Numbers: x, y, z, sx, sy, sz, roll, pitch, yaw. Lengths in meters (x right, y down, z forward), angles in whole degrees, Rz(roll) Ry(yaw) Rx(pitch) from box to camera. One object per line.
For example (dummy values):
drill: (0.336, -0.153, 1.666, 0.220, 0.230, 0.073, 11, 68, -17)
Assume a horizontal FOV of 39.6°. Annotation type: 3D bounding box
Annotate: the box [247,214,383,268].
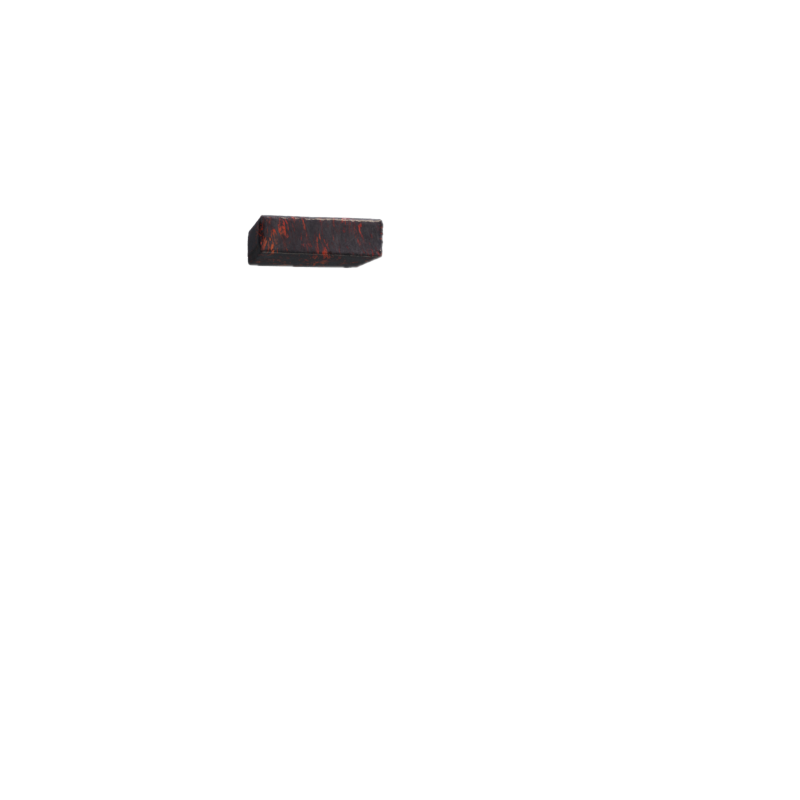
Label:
box: (-0.063, -0.115, 0.806, 0.088, 0.030, 0.073, 0, -1, -12)
